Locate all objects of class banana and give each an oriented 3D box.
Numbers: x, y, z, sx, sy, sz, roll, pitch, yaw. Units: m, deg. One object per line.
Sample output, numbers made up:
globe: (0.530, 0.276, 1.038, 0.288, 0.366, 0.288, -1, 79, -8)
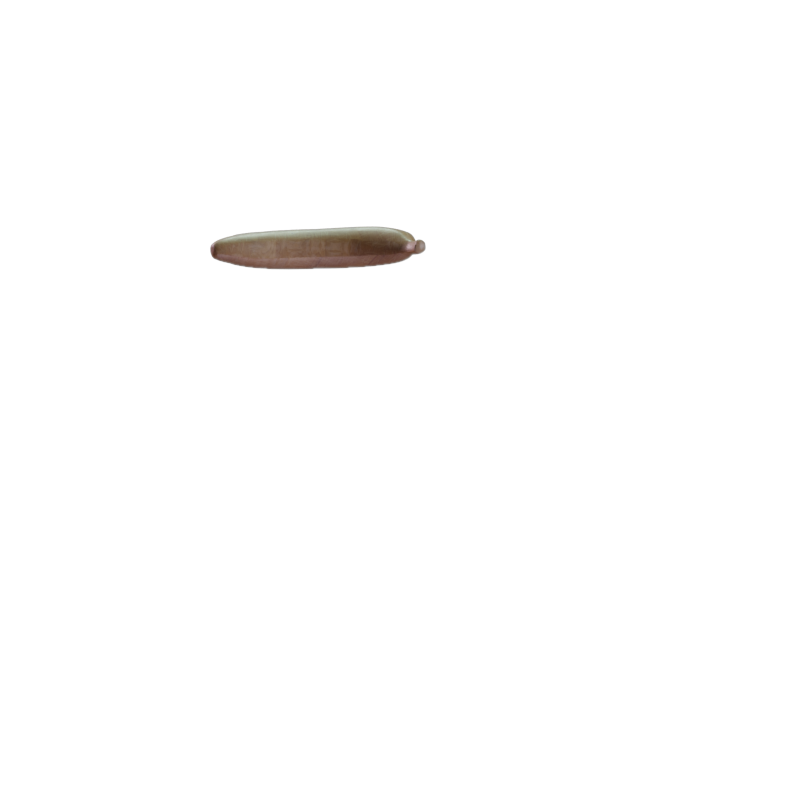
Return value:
banana: (-0.071, -0.141, 1.012, 0.201, 0.038, 0.067, -1, -6, 13)
